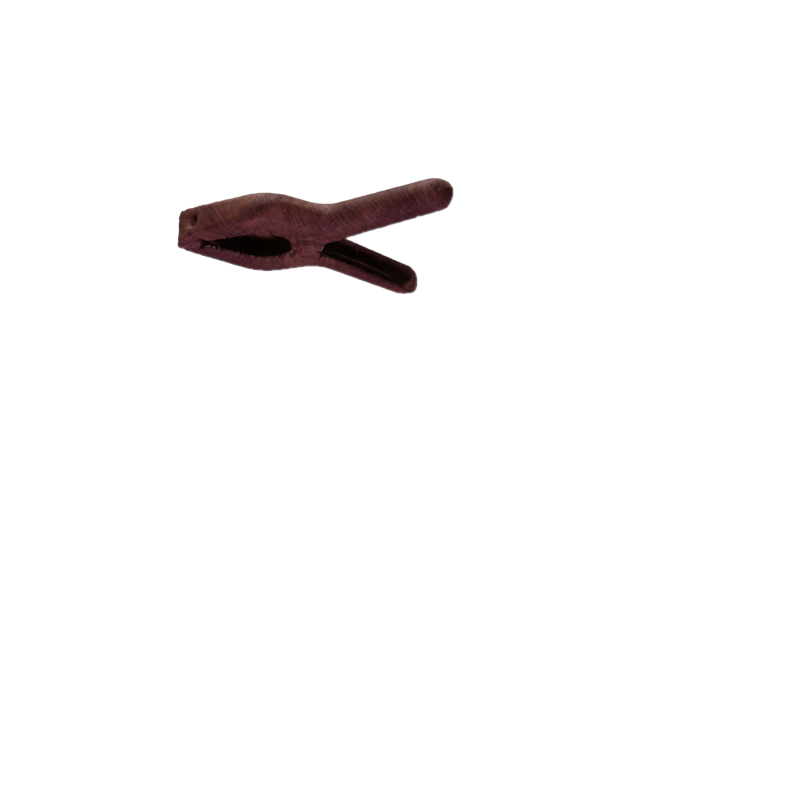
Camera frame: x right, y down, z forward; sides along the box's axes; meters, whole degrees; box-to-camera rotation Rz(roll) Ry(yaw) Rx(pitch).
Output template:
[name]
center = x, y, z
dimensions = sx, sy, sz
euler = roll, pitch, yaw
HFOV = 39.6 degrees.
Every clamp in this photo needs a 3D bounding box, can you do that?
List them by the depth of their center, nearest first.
[clamp]
center = -0.069, -0.126, 0.882
dimensions = 0.210, 0.038, 0.155
euler = 0, -23, 0
